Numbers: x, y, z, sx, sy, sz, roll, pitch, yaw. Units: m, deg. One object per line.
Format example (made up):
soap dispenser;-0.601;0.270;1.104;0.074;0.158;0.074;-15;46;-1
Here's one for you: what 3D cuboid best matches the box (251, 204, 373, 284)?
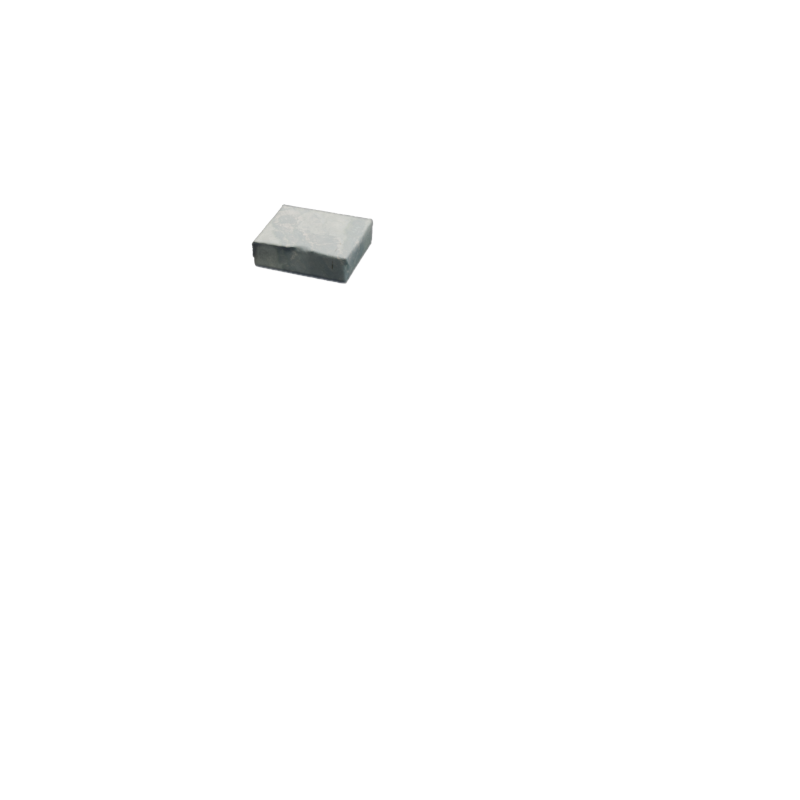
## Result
box;-0.077;-0.141;0.985;0.092;0.028;0.076;12;37;15
